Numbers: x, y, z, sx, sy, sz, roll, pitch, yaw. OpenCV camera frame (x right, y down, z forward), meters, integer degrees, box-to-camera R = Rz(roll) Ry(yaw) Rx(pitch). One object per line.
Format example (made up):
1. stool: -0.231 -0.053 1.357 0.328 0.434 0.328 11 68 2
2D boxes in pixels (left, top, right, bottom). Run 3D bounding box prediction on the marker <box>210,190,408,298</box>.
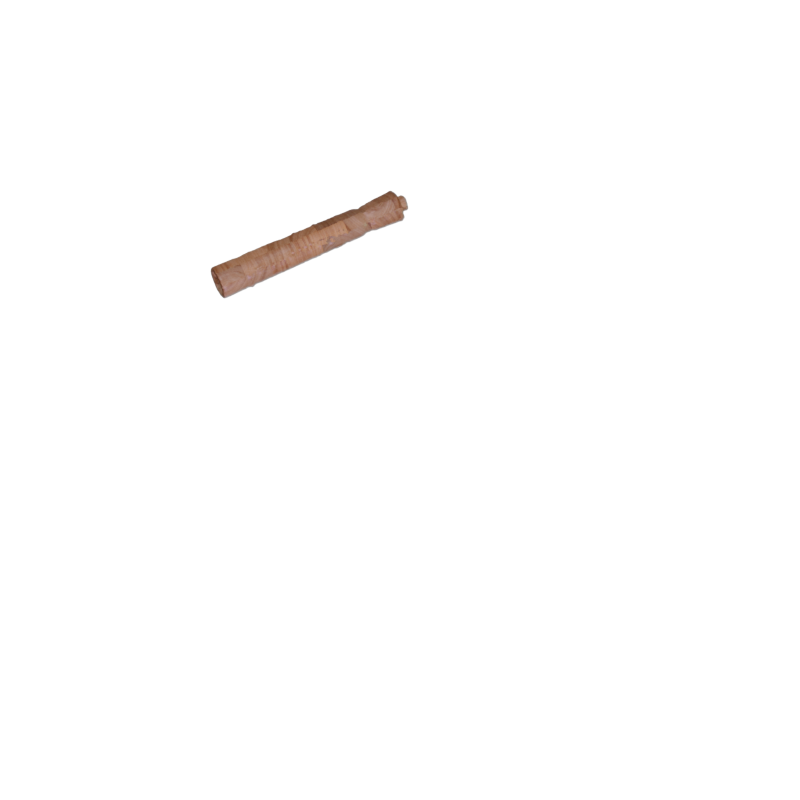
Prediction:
1. marker: -0.049 -0.090 0.631 0.120 0.019 0.020 -26 12 -15
